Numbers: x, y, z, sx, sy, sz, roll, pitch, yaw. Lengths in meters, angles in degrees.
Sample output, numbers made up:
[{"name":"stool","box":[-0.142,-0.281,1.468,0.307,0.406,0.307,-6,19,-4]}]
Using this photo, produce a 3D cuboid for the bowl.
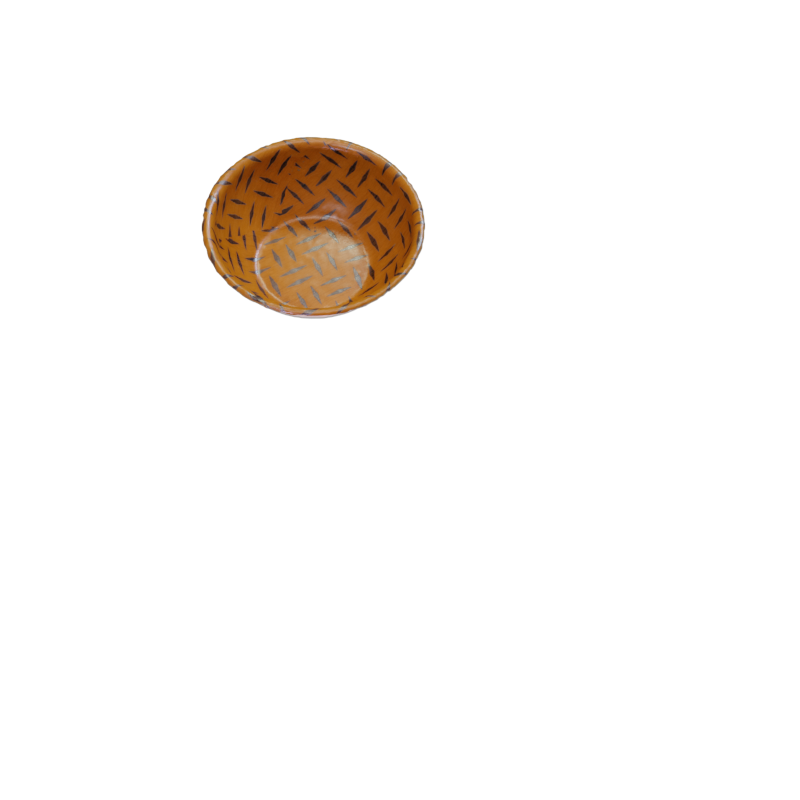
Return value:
[{"name":"bowl","box":[-0.064,-0.117,0.822,0.162,0.173,0.051,-1,-34,-1]}]
